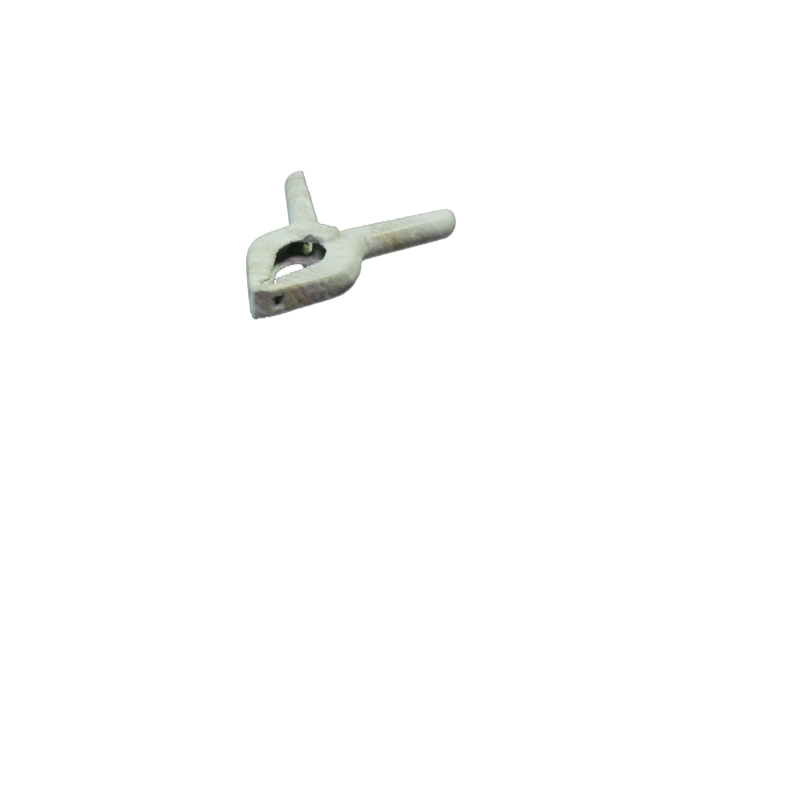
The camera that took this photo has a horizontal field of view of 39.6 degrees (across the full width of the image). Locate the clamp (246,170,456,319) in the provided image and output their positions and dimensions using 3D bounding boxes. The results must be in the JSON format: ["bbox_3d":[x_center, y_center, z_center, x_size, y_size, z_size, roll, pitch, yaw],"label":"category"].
[{"bbox_3d":[-0.073,-0.132,0.927,0.173,0.034,0.213,21,40,27],"label":"clamp"}]
